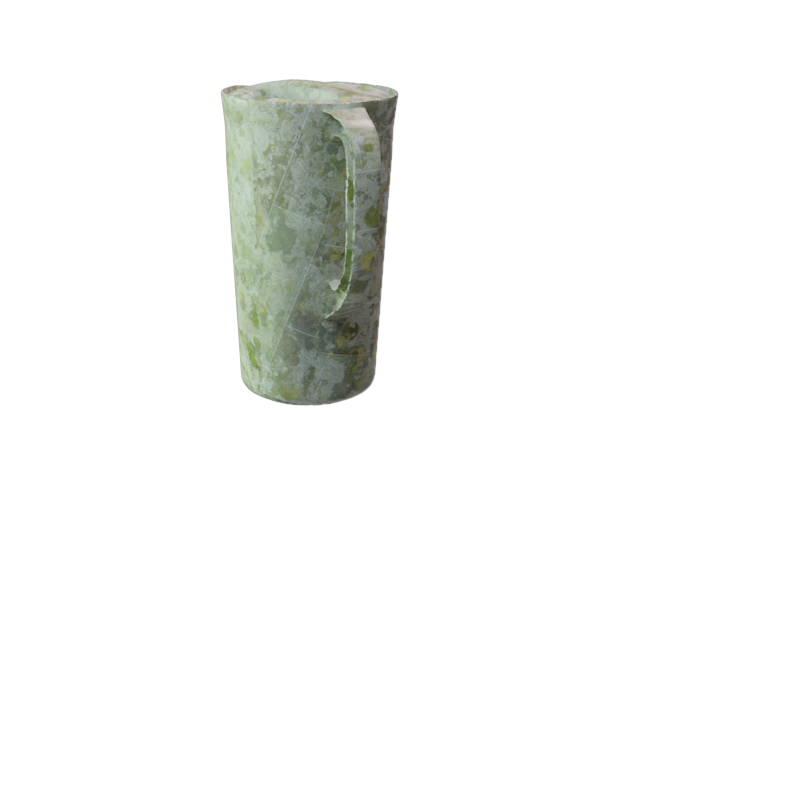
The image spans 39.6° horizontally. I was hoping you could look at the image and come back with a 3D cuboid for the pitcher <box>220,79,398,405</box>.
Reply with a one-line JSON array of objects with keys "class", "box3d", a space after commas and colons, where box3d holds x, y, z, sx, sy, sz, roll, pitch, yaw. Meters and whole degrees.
[{"class": "pitcher", "box3d": [-0.067, -0.121, 0.850, 0.149, 0.234, 0.151, 7, 18, 18]}]
